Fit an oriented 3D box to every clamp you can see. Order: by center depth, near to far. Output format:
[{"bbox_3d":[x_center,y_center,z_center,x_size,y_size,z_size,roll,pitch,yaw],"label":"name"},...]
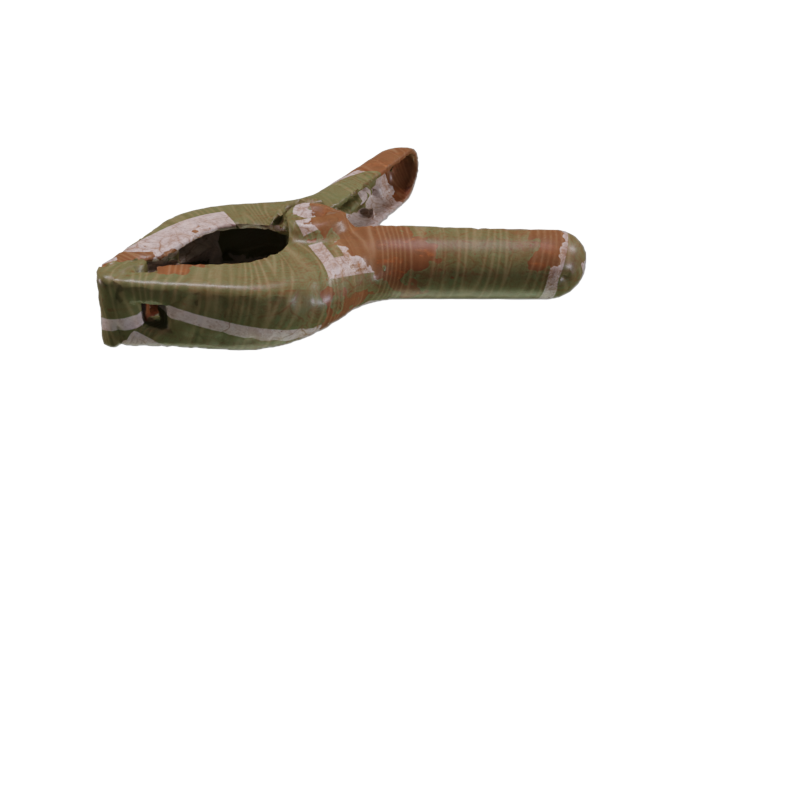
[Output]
[{"bbox_3d":[-0.033,-0.059,0.416,0.168,0.037,0.128,-10,27,-21],"label":"clamp"}]
